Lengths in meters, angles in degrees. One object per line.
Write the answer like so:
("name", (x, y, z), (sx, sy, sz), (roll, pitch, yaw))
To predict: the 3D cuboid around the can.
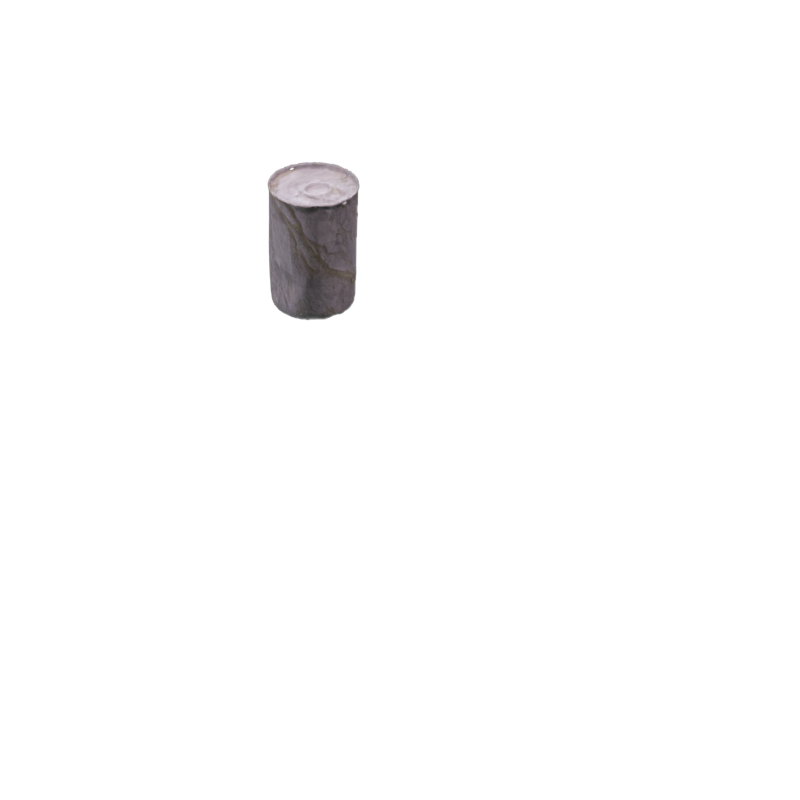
("can", (-0.066, -0.120, 0.842), (0.068, 0.096, 0.073), (0, 35, -3))
